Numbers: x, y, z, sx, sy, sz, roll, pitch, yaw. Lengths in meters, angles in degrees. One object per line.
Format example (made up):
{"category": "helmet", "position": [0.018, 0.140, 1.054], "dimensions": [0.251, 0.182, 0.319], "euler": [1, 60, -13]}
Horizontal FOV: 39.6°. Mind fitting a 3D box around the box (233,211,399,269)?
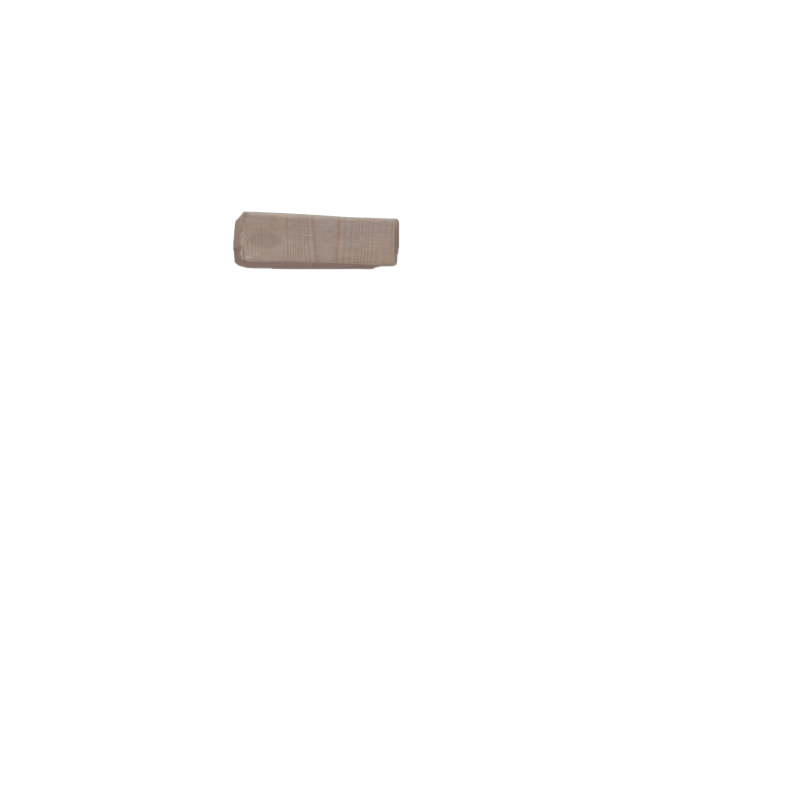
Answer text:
{"category": "box", "position": [-0.063, -0.116, 0.811], "dimensions": [0.112, 0.039, 0.091], "euler": [-1, 3, -9]}
